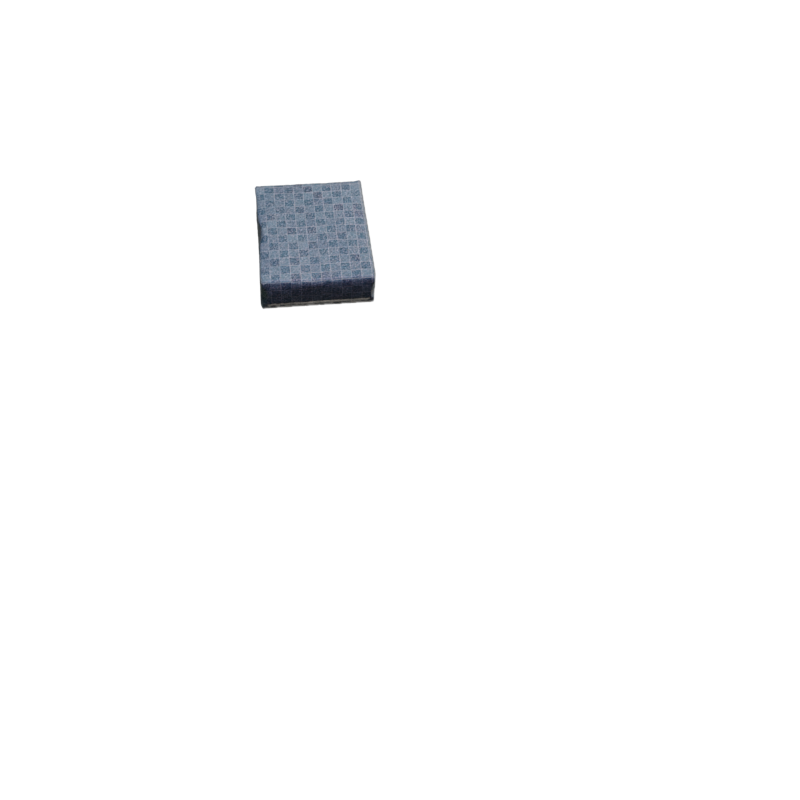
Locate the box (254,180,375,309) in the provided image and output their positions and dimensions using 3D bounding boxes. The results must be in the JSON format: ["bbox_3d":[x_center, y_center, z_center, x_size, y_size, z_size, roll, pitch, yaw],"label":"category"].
[{"bbox_3d":[-0.057,-0.104,0.728,0.073,0.096,0.028,-4,-38,-4],"label":"box"}]
